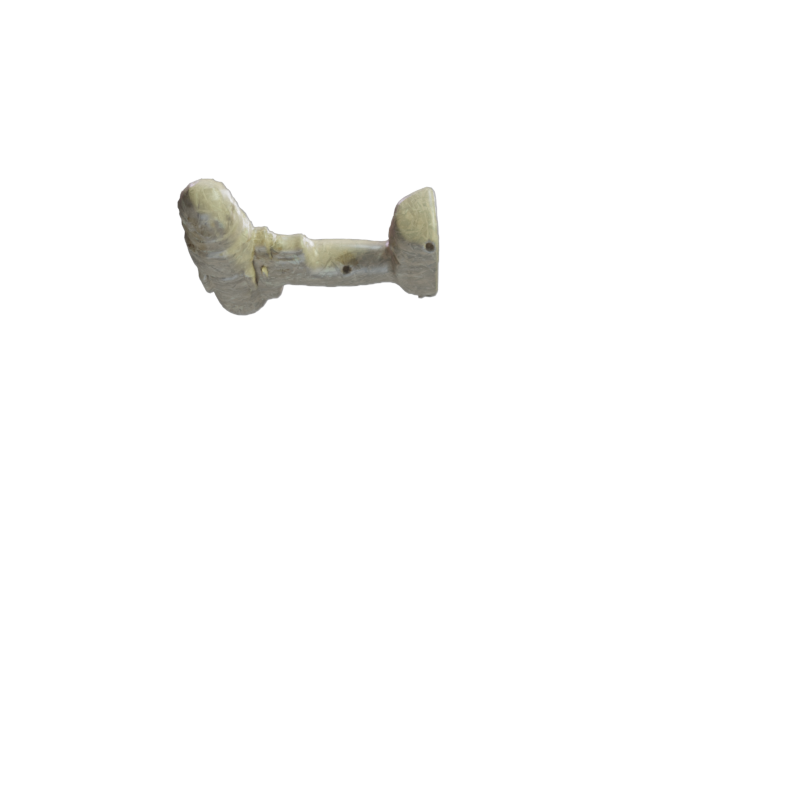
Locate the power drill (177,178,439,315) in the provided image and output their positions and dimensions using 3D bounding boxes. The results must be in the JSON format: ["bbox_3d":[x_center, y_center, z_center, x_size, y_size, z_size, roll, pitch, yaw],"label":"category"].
[{"bbox_3d":[-0.065,-0.119,0.835,0.189,0.060,0.175,-1,-17,4],"label":"power drill"}]
